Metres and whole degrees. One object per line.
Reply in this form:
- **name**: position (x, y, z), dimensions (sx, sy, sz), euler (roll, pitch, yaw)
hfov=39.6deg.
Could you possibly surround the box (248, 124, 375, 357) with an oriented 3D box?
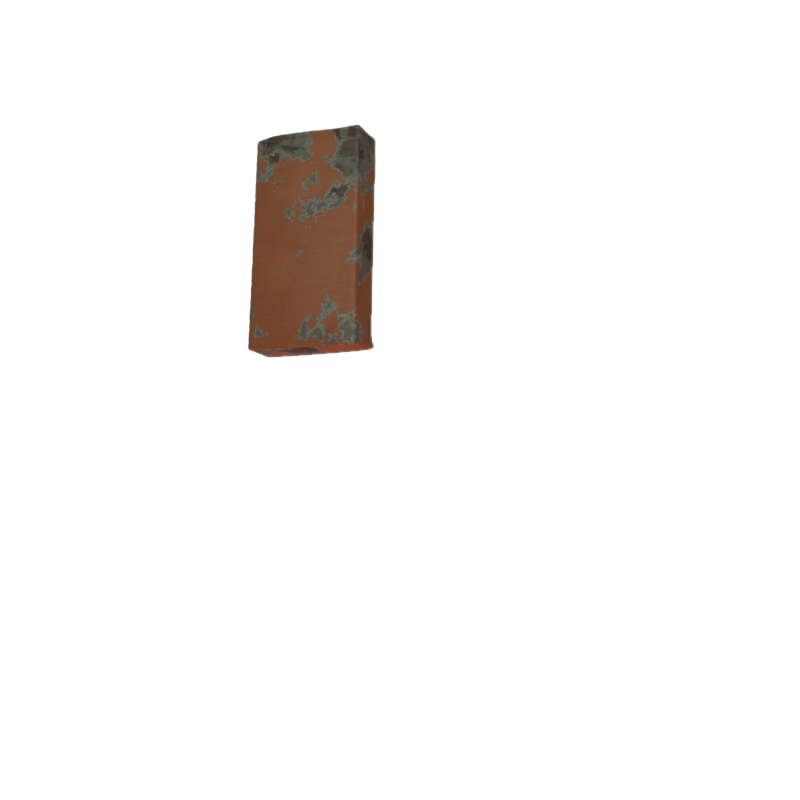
- **box**: position (-0.069, -0.125, 0.878), dimensions (0.095, 0.182, 0.045), euler (-6, -14, 22)
